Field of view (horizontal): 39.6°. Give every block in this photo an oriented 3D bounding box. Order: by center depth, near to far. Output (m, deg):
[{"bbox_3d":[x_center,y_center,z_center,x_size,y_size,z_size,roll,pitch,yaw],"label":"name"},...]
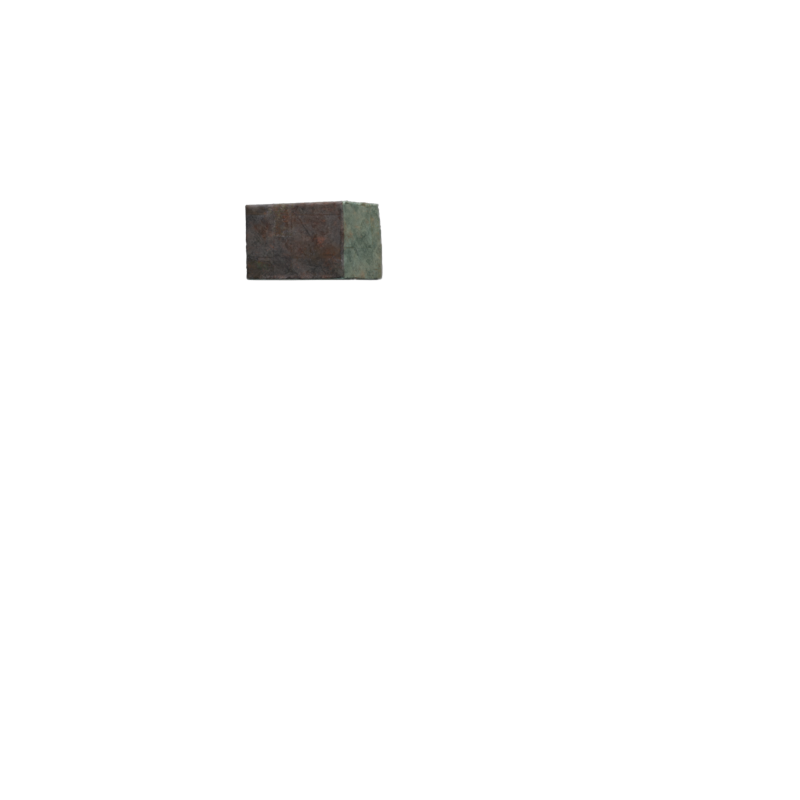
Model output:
[{"bbox_3d":[-0.058,-0.105,0.736,0.081,0.051,0.051,2,3,29],"label":"block"}]
